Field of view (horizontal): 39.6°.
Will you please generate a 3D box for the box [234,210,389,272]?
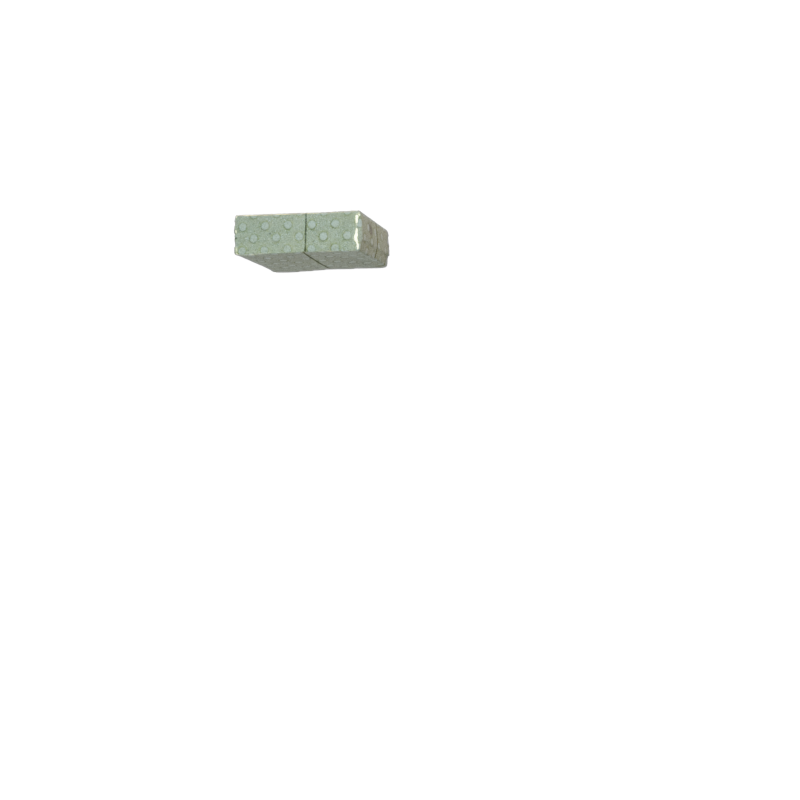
[{"bbox_3d":[-0.074,-0.136,0.951,0.116,0.040,0.086,-1,-5,16],"label":"box"}]
